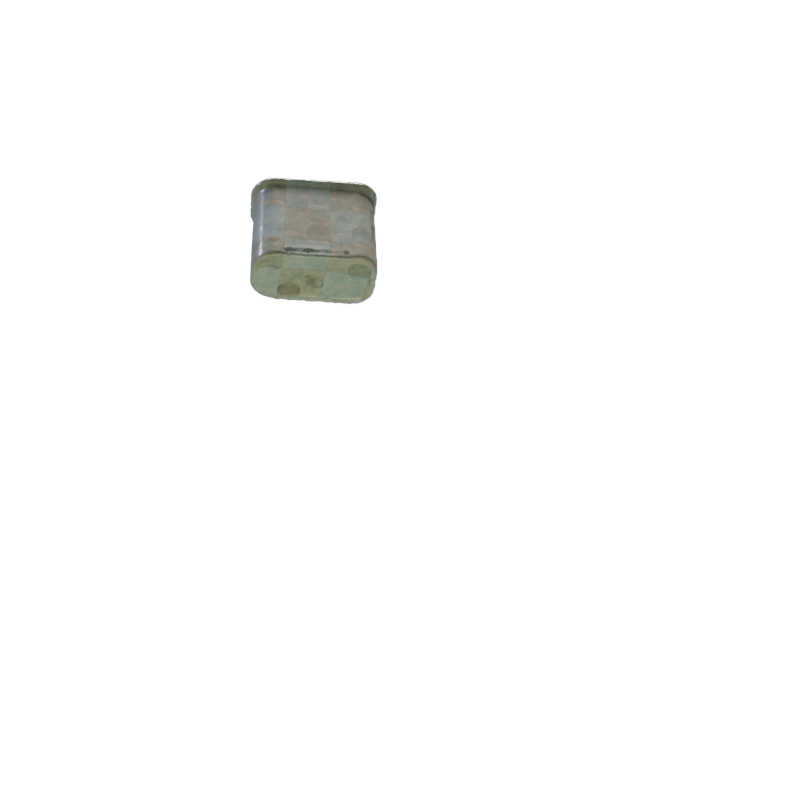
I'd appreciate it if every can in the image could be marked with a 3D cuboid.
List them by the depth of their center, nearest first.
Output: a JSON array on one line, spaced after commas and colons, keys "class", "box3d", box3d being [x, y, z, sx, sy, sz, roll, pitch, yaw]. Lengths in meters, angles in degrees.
[{"class": "can", "box3d": [-0.068, -0.125, 0.873, 0.101, 0.090, 0.054, 3, -41, -5]}]
